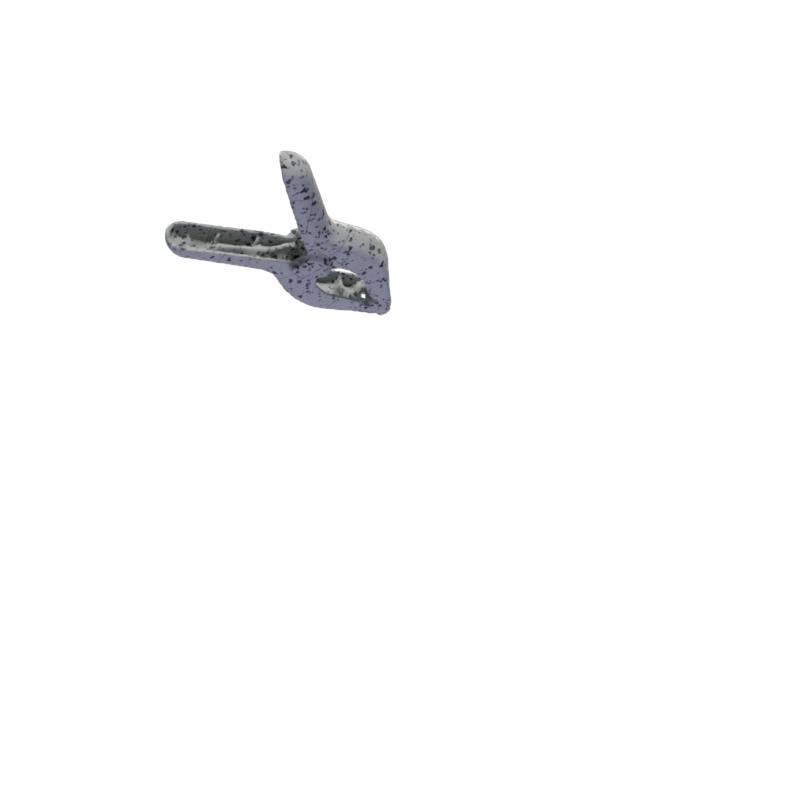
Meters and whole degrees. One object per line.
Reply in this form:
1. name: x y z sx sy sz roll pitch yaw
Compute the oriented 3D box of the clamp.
1. clamp: -0.059 -0.107 0.752 0.162 0.042 0.120 19 -31 -36
